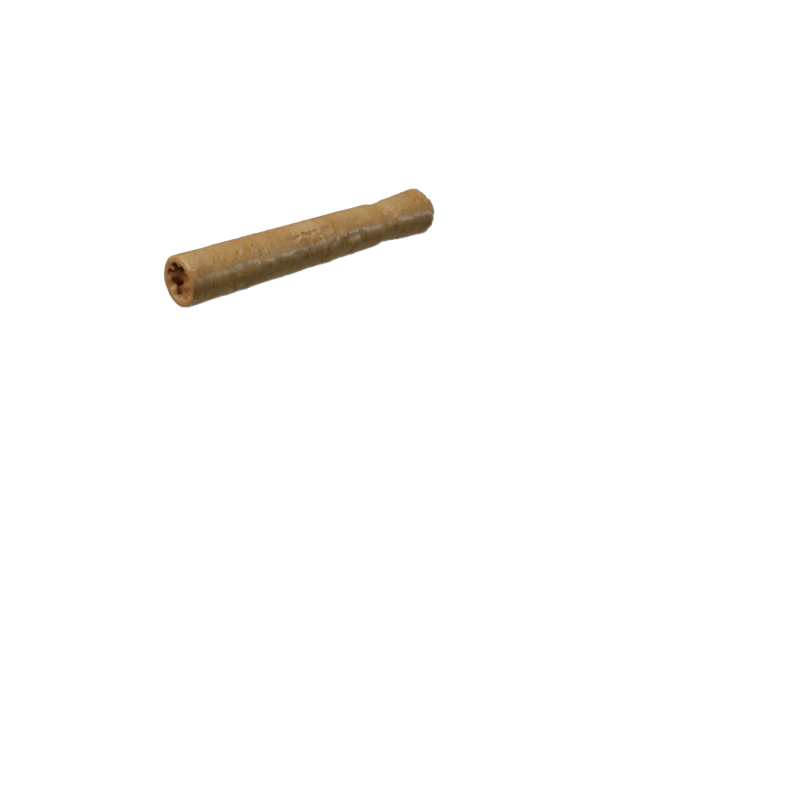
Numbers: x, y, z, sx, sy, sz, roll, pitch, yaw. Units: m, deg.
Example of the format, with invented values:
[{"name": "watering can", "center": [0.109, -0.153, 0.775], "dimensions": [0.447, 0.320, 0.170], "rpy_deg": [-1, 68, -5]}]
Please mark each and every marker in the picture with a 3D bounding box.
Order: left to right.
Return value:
[{"name": "marker", "center": [-0.032, -0.059, 0.414], "dimensions": [0.119, 0.019, 0.021], "rpy_deg": [-23, 18, -37]}]
